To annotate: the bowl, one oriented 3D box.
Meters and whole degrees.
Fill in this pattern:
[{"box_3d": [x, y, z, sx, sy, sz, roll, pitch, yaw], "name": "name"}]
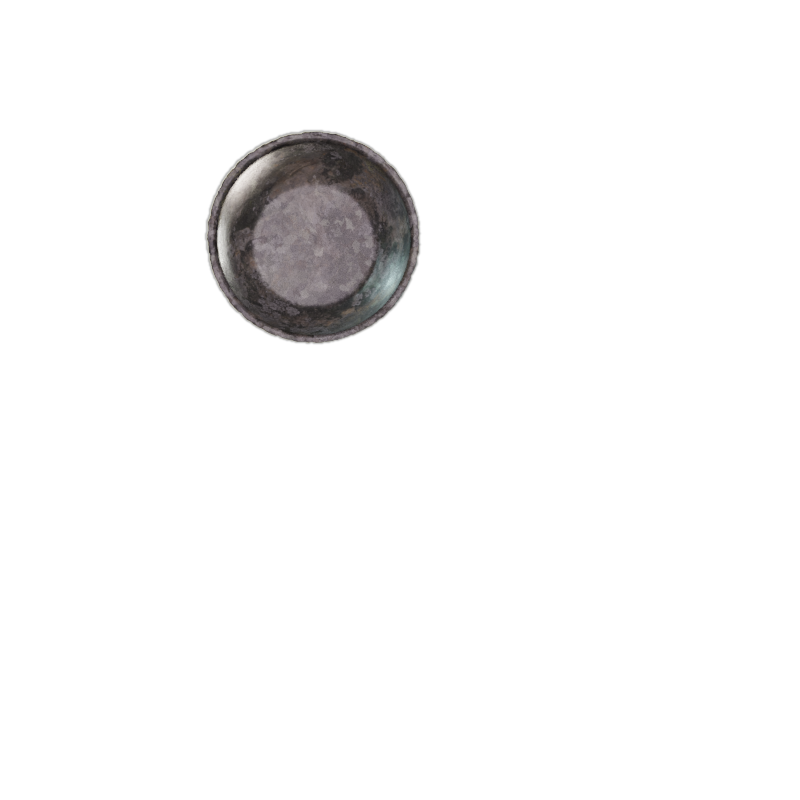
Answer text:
[{"box_3d": [-0.064, -0.116, 0.815, 0.162, 0.160, 0.056, 0, 7, -1], "name": "bowl"}]
